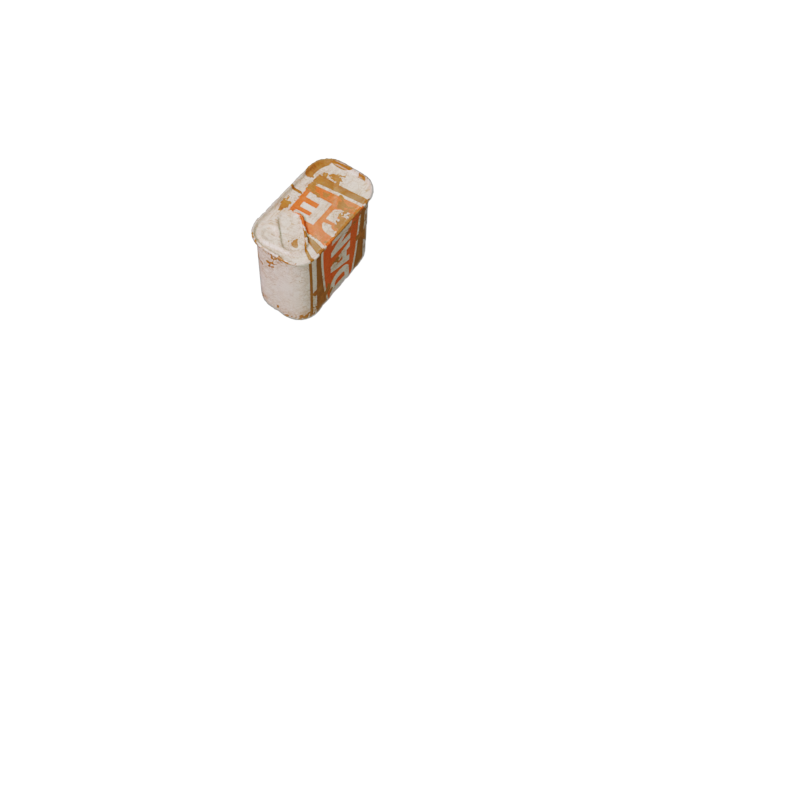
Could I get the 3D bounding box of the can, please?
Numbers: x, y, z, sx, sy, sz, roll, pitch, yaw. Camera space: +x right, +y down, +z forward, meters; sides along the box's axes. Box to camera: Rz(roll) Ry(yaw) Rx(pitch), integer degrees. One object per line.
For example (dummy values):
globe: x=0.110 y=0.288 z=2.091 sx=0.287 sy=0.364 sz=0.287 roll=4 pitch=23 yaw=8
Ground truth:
can: x=-0.068 y=-0.123 z=0.864 sx=0.060 sy=0.104 sz=0.078 roll=31 pitch=-28 yaw=15
